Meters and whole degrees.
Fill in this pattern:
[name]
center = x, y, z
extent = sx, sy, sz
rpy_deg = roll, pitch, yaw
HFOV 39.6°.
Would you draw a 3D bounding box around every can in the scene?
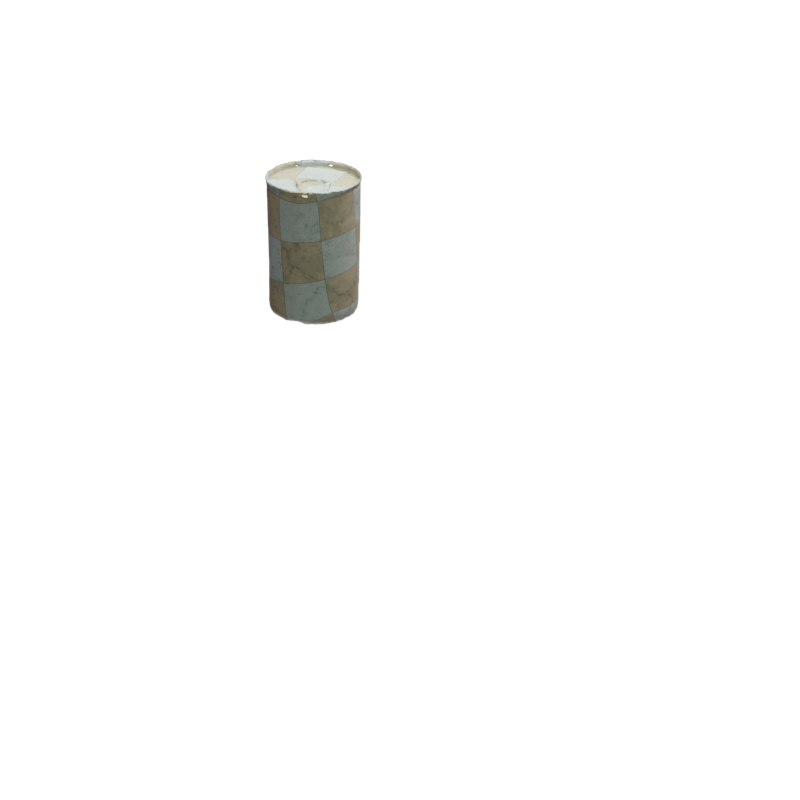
[can]
center = -0.063, -0.114, 0.799
extent = 0.068, 0.097, 0.072
rpy_deg = 0, 26, -2
